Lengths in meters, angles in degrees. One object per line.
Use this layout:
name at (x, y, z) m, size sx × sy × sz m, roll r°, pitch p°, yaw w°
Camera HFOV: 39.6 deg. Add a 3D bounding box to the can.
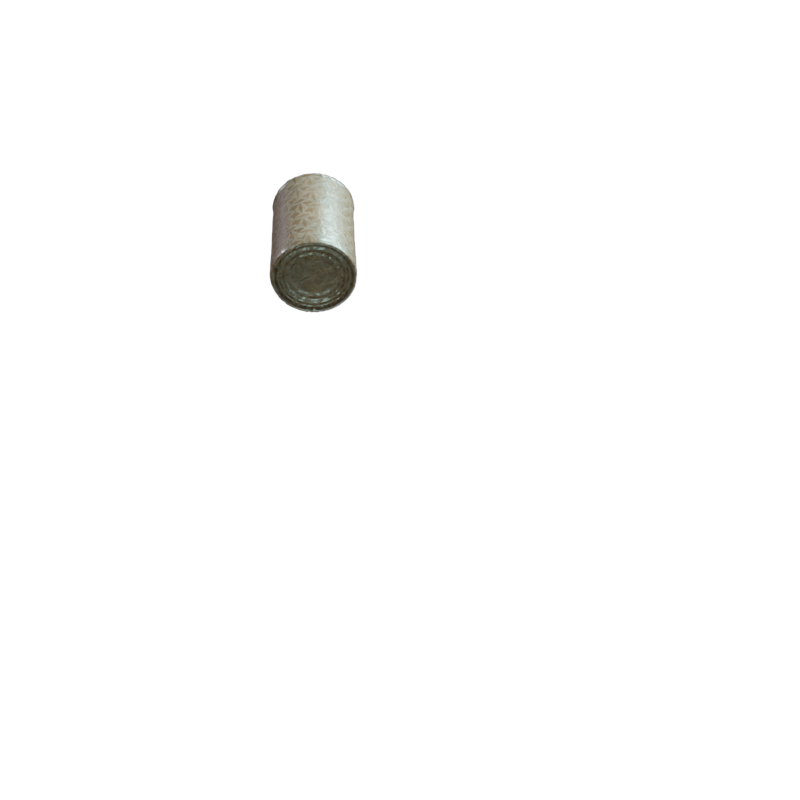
can at (-0.069, -0.126, 0.880) m, size 0.068 × 0.064 × 0.109 m, roll -1°, pitch 38°, yaw -3°
